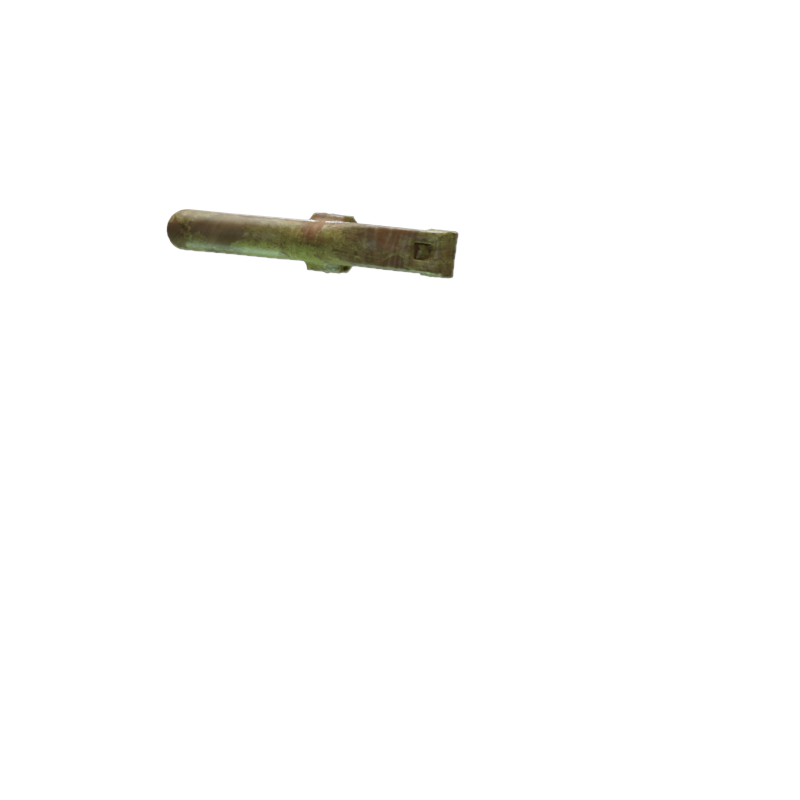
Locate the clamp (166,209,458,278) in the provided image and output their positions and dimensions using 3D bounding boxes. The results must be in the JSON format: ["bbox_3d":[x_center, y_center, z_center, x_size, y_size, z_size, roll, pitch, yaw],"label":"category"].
[{"bbox_3d":[-0.052,-0.095,0.668,0.179,0.039,0.117,8,12,37],"label":"clamp"}]
